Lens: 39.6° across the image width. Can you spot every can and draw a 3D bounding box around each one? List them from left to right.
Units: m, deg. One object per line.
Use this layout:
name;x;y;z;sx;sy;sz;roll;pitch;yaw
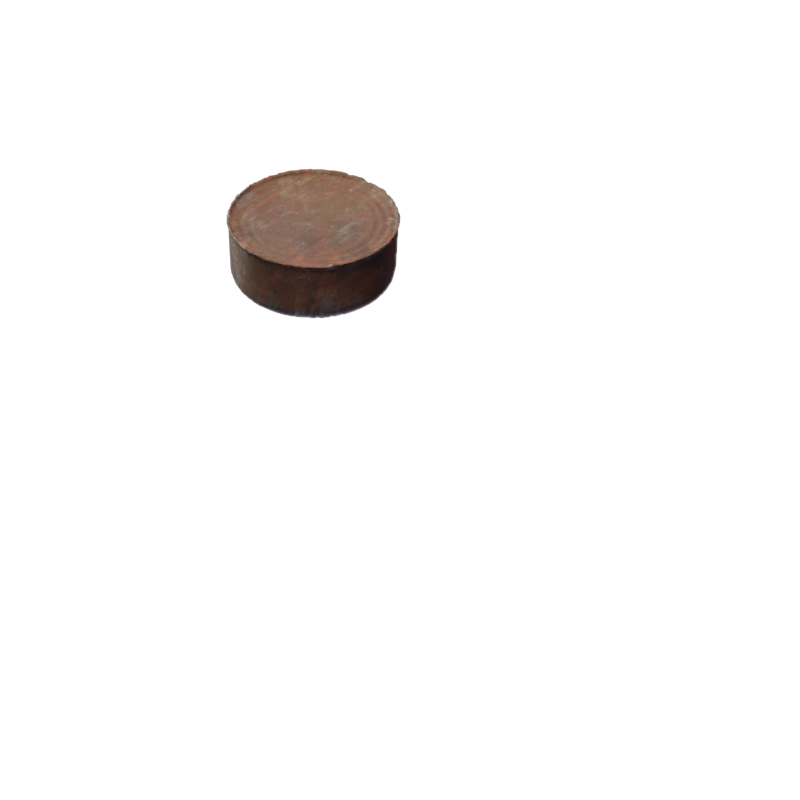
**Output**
can;-0.044;-0.080;0.557;0.086;0.031;0.092;-1;40;-2
